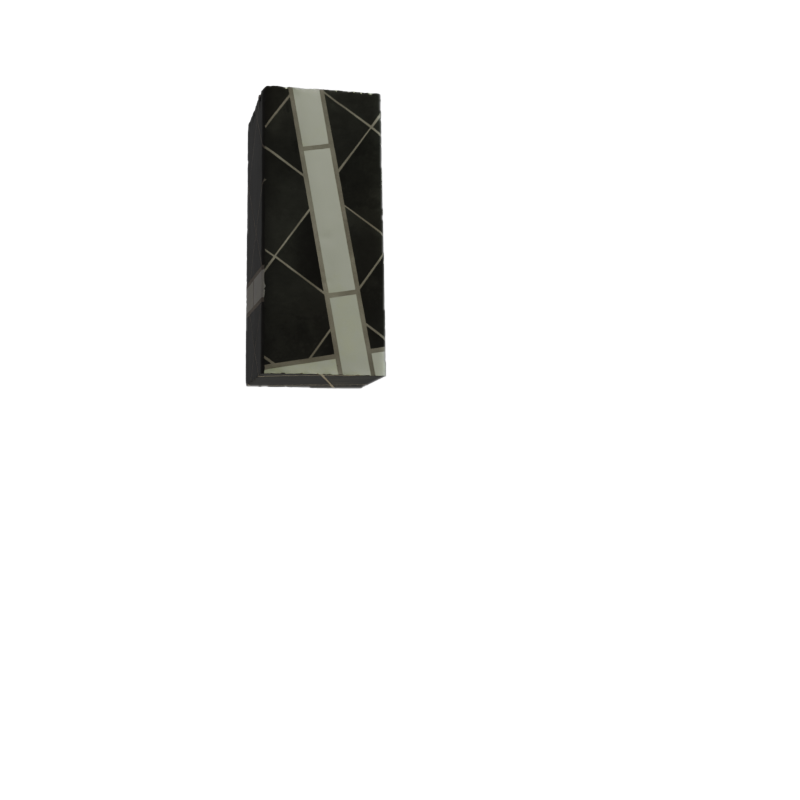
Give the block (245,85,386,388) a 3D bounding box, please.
[{"bbox_3d":[-0.065,-0.117,0.817,0.089,0.213,0.089,2,-12,-13],"label":"block"}]
